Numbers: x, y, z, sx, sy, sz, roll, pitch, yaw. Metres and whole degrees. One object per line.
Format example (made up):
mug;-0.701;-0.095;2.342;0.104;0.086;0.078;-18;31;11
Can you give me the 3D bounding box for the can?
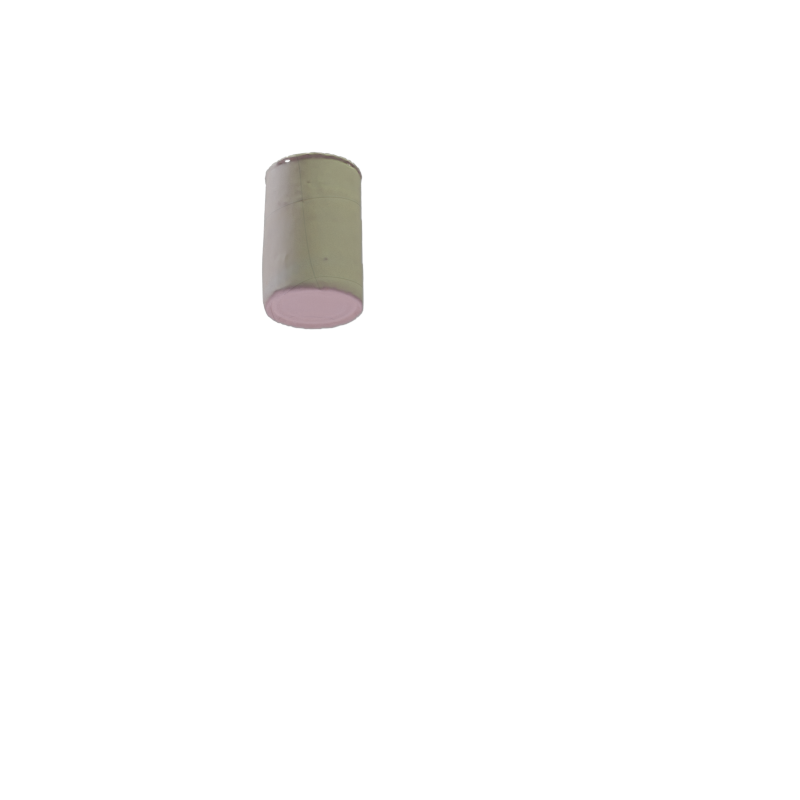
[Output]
can;-0.059;-0.107;0.751;0.068;0.108;0.065;0;-24;-2
